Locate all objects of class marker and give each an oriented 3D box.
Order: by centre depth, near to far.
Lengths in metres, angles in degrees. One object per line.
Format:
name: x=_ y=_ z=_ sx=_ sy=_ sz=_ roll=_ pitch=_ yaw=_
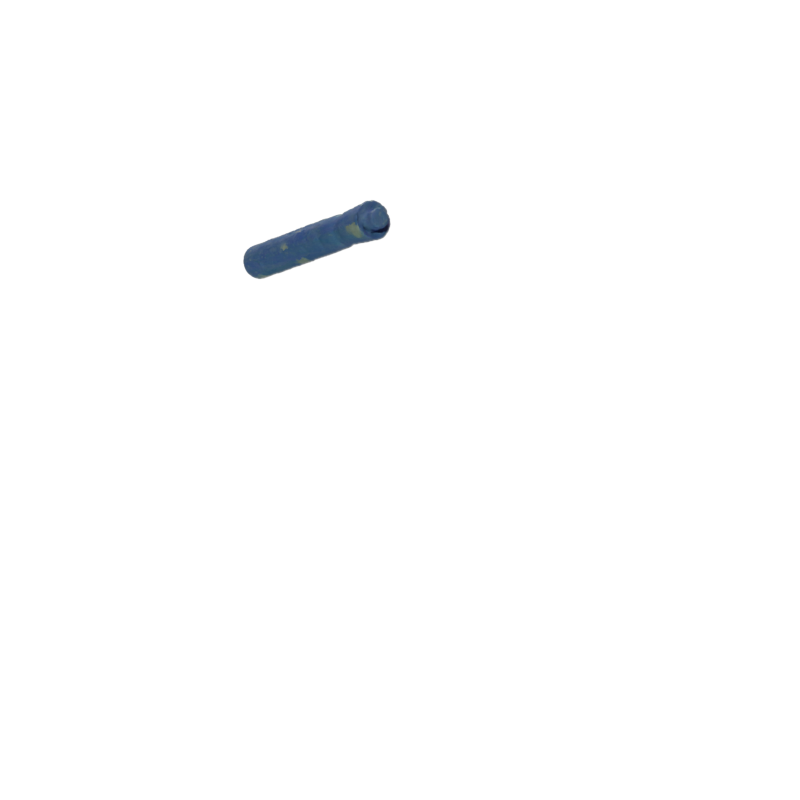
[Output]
marker: x=-0.043 y=-0.079 z=0.553 sx=0.019 sy=0.020 sz=0.123 roll=-2 pitch=-2 yaw=-34
